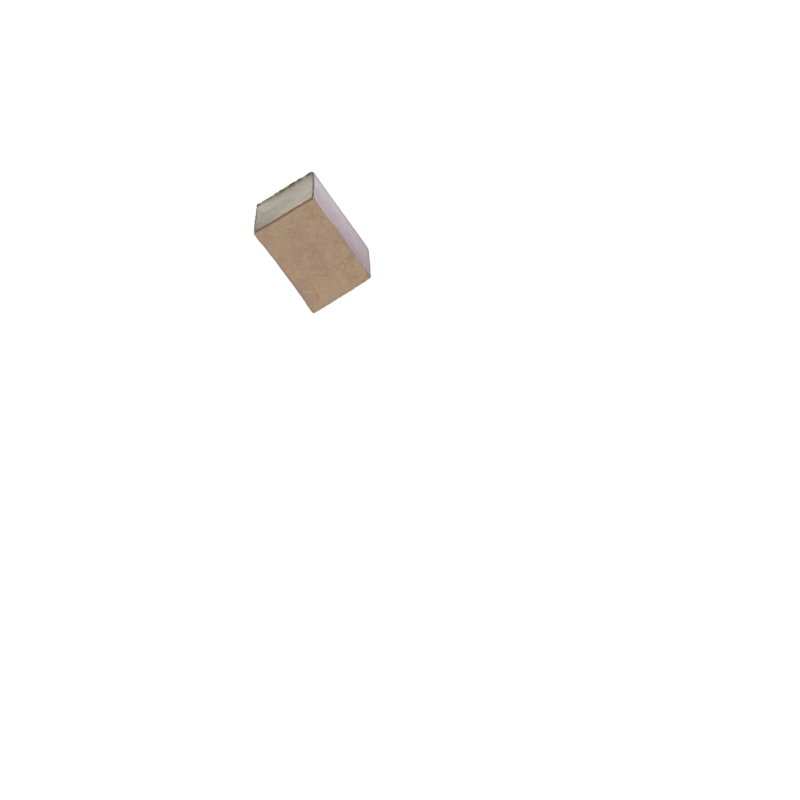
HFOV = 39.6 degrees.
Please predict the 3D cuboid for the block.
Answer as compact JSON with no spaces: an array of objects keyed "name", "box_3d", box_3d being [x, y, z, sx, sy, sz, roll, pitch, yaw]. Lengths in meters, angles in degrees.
[{"name":"block","box_3d":[-0.063,-0.115,0.806,0.053,0.074,0.054,-30,24,13]}]
